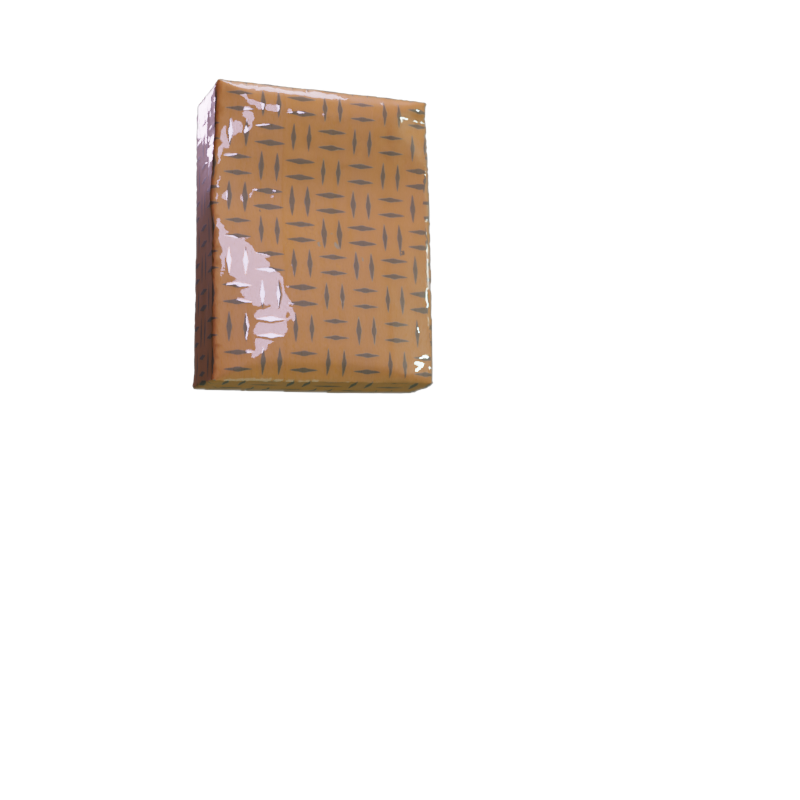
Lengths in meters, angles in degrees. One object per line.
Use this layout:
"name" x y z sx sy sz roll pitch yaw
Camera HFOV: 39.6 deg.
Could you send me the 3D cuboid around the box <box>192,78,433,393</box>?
"box" -0.063 -0.114 0.799 0.160 0.220 0.072 3 -12 -19
